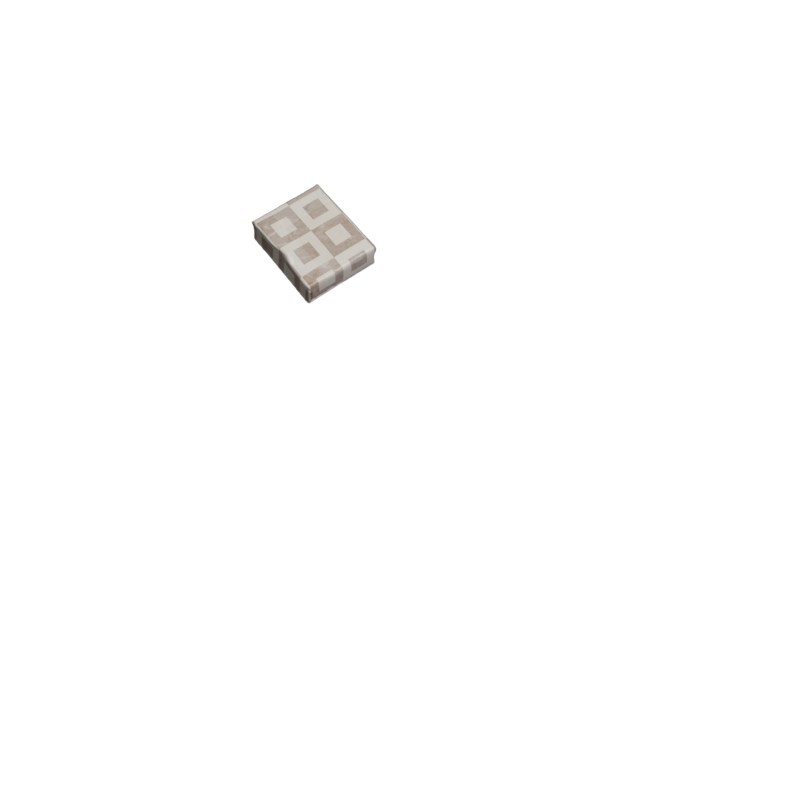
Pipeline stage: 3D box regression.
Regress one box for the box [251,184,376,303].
[{"bbox_3d":[-0.077,-0.140,0.977,0.073,0.095,0.028,-32,-26,-18],"label":"box"}]
